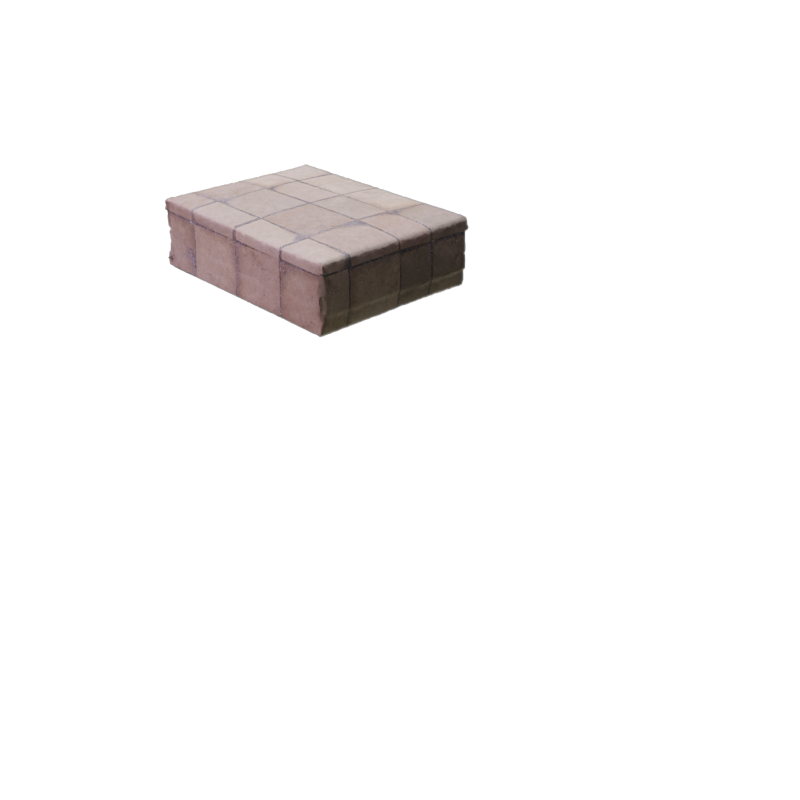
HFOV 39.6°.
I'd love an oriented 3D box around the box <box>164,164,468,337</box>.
[{"bbox_3d":[-0.040,-0.073,0.511,0.089,0.037,0.121,-21,32,-39],"label":"box"}]
